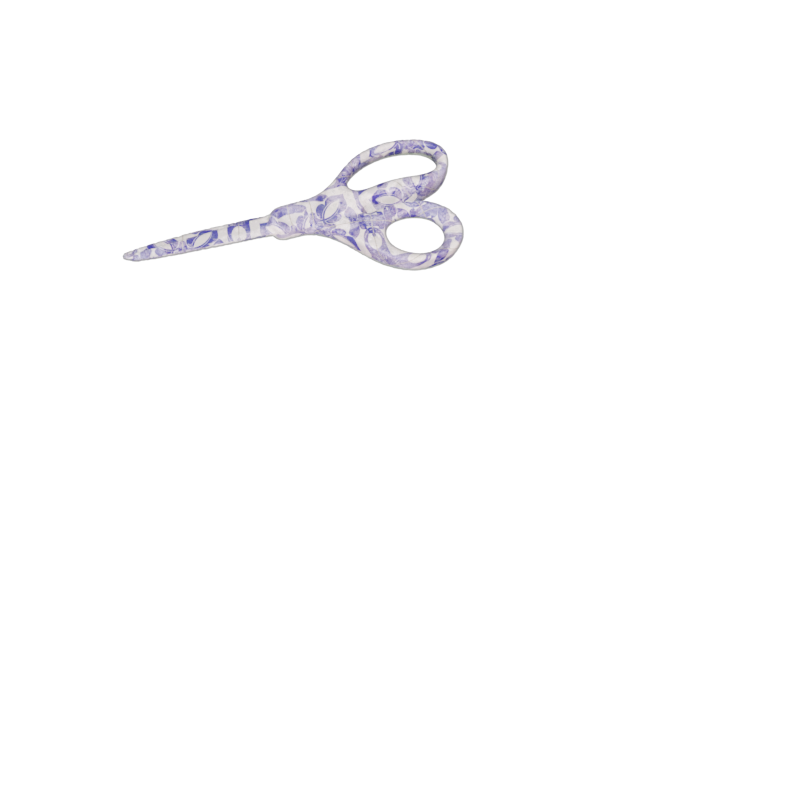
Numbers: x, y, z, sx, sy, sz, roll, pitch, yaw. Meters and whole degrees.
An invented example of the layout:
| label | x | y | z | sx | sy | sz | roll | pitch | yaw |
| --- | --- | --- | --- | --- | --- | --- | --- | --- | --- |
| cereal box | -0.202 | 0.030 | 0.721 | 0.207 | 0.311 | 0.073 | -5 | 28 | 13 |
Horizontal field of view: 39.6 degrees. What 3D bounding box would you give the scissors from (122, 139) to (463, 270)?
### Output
| label | x | y | z | sx | sy | sz | roll | pitch | yaw |
| --- | --- | --- | --- | --- | --- | --- | --- | --- | --- |
| scissors | -0.051 | -0.092 | 0.647 | 0.201 | 0.103 | 0.015 | -28 | -26 | -16 |
